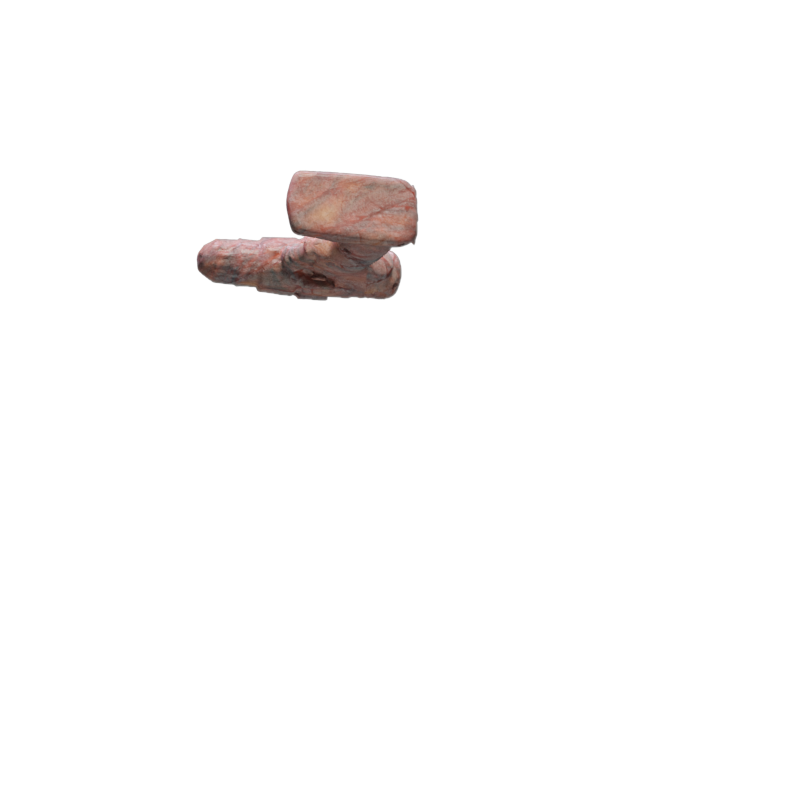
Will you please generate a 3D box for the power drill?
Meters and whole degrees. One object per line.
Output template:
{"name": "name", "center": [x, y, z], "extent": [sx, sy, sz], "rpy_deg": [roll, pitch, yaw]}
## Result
{"name": "power drill", "center": [-0.073, -0.133, 0.934], "extent": [0.181, 0.059, 0.184], "rpy_deg": [2, -11, -12]}
